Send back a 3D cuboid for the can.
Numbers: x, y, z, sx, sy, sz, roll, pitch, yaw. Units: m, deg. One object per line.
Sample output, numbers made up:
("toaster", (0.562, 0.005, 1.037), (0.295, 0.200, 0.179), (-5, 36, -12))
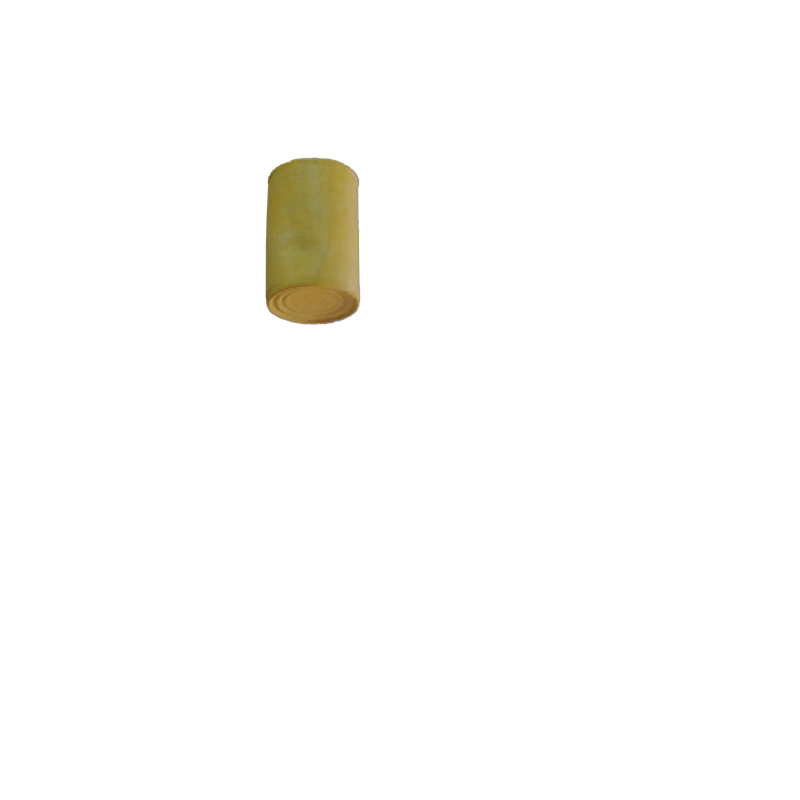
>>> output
("can", (-0.062, -0.114, 0.796), (0.068, 0.108, 0.065), (0, -25, -2))
